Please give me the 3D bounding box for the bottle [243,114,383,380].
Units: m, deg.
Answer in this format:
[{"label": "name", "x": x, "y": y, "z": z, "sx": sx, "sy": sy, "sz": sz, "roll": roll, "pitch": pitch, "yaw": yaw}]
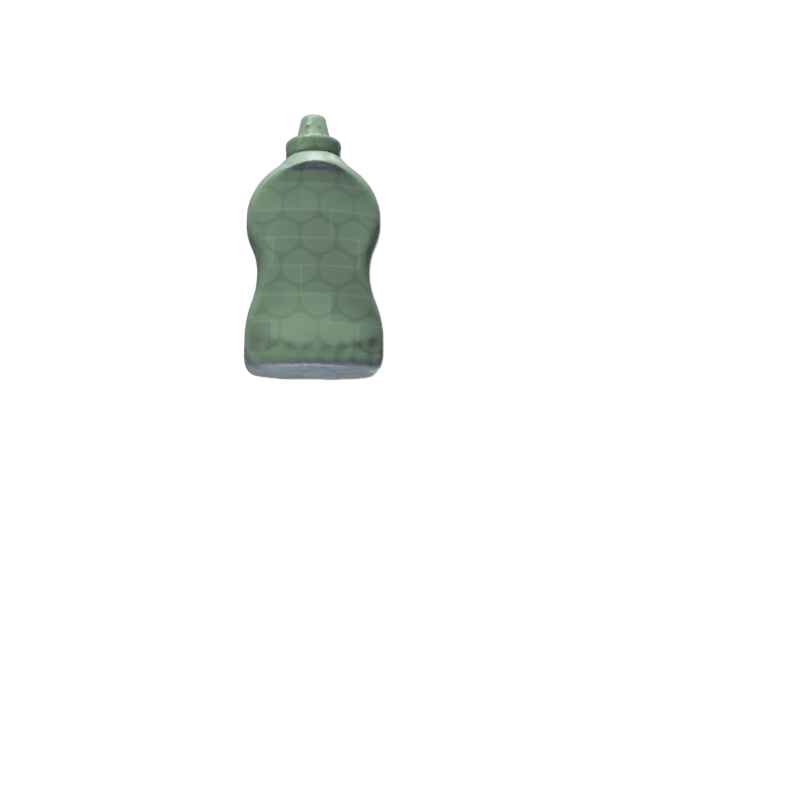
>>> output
[{"label": "bottle", "x": -0.062, "y": -0.113, "z": 0.792, "sx": 0.095, "sy": 0.199, "sz": 0.056, "roll": 0, "pitch": -16, "yaw": -4}]
